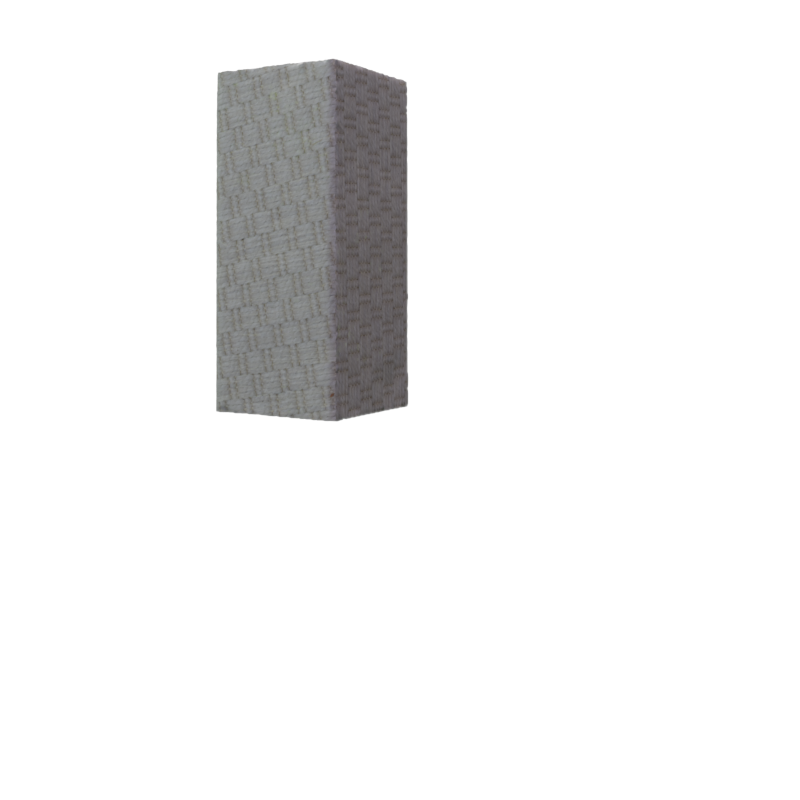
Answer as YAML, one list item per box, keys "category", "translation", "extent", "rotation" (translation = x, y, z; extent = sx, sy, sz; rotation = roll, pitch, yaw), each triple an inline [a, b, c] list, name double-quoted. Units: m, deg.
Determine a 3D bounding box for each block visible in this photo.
- category: "block"
  translation: [-0.054, -0.098, 0.688]
  extent: [0.093, 0.207, 0.087]
  rotation: [0, 0, 30]
